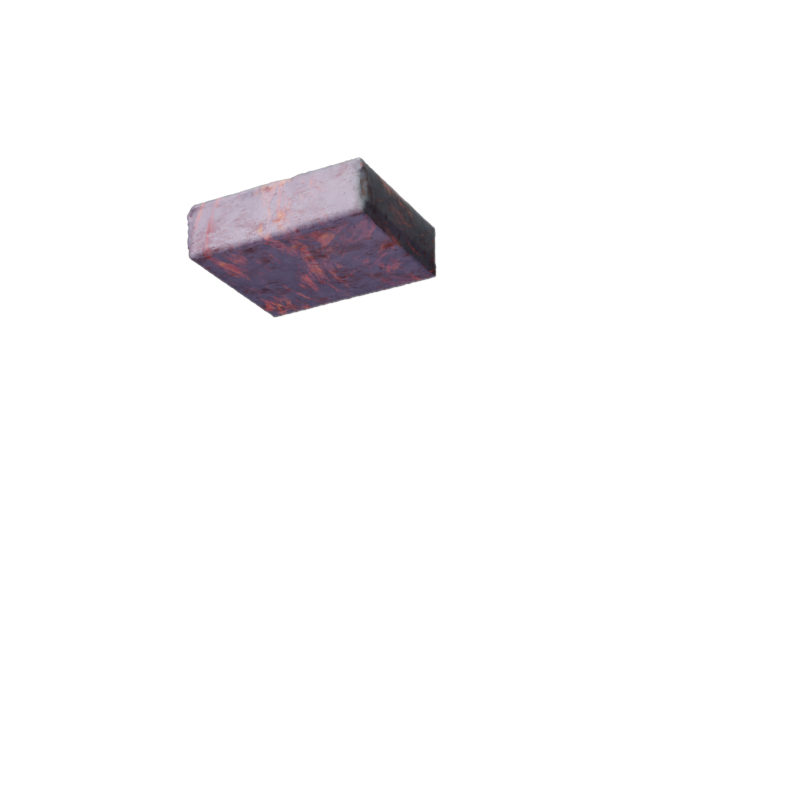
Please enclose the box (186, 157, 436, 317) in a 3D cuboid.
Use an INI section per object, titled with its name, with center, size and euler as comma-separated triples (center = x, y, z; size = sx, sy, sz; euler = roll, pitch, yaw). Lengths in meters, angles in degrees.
[box]
center = -0.039, -0.071, 0.494
size = 0.091, 0.032, 0.068
euler = -11, -23, 26
